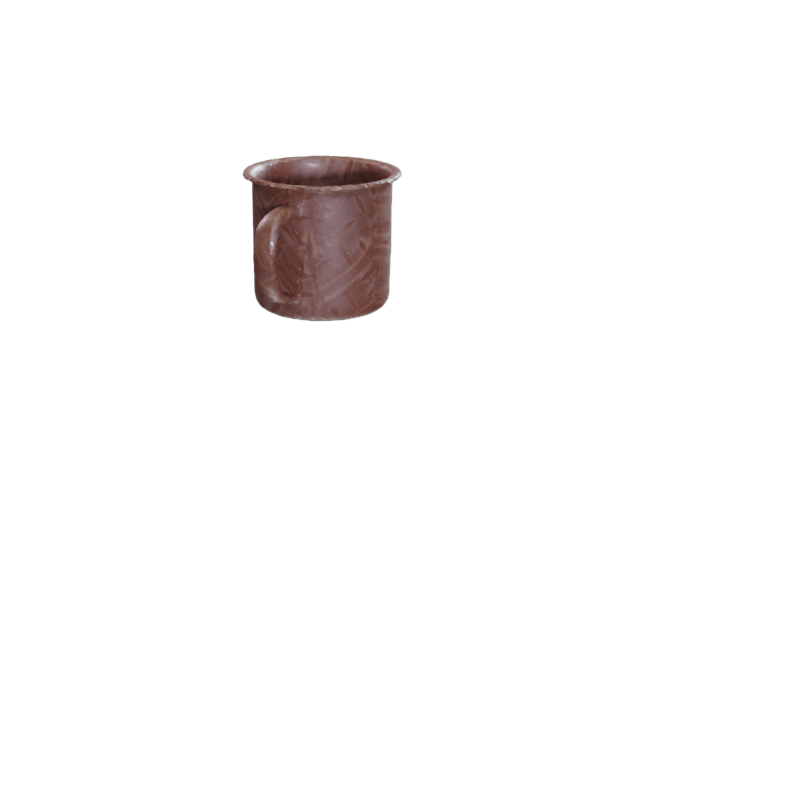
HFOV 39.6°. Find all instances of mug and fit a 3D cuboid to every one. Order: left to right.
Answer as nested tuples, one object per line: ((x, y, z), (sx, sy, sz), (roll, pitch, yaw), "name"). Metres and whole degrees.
((-0.051, -0.093, 0.649), (0.096, 0.078, 0.118), (9, 22, 21), "mug")
